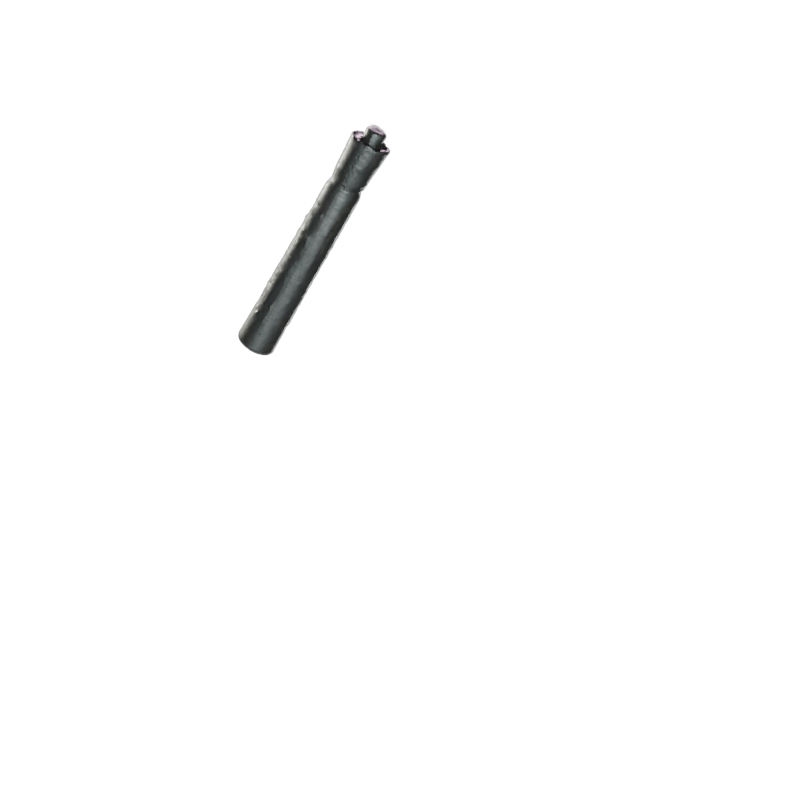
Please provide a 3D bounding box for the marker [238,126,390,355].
[{"bbox_3d":[-0.039,-0.072,0.503,0.019,0.117,0.021,26,25,-16],"label":"marker"}]
